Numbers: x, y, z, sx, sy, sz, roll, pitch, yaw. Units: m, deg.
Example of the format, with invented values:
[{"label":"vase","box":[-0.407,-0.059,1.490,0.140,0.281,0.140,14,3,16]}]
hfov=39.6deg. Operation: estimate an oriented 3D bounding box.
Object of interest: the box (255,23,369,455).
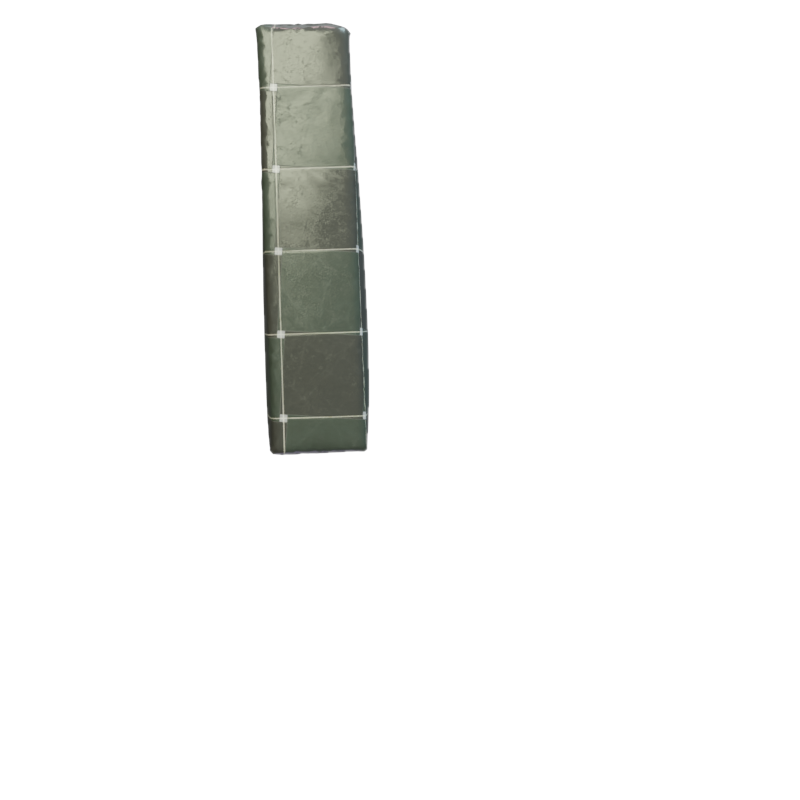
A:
[{"label":"box","box":[-0.038,-0.070,0.493,0.048,0.177,0.093,0,-1,-3]}]
